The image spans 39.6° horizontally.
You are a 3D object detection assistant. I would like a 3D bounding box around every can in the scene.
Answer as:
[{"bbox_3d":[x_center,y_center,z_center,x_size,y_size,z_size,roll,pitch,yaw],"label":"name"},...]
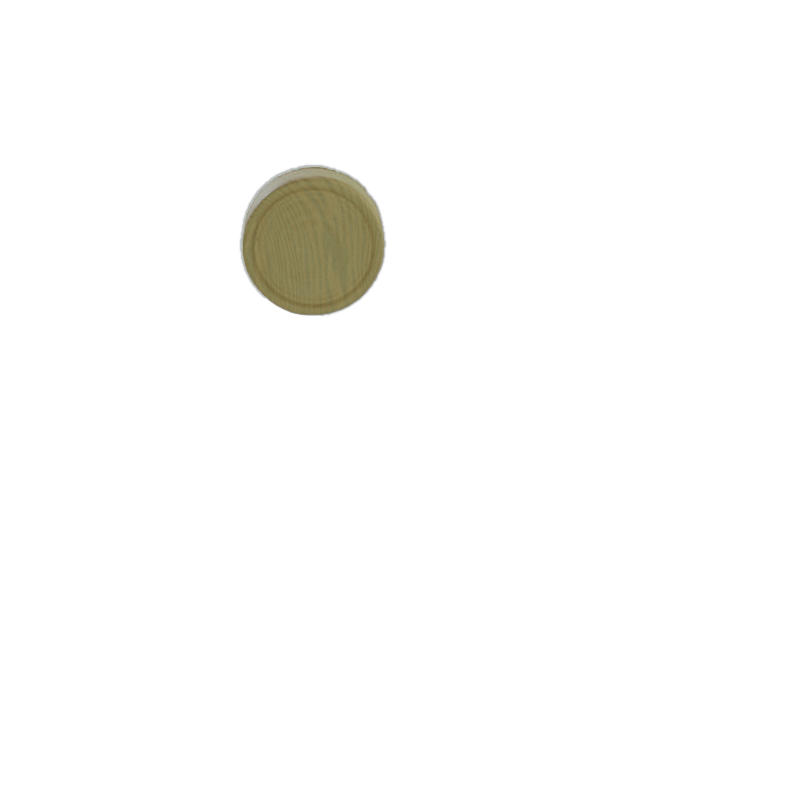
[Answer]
[{"bbox_3d":[-0.052,-0.094,0.661,0.086,0.083,0.035,0,15,-1],"label":"can"}]
